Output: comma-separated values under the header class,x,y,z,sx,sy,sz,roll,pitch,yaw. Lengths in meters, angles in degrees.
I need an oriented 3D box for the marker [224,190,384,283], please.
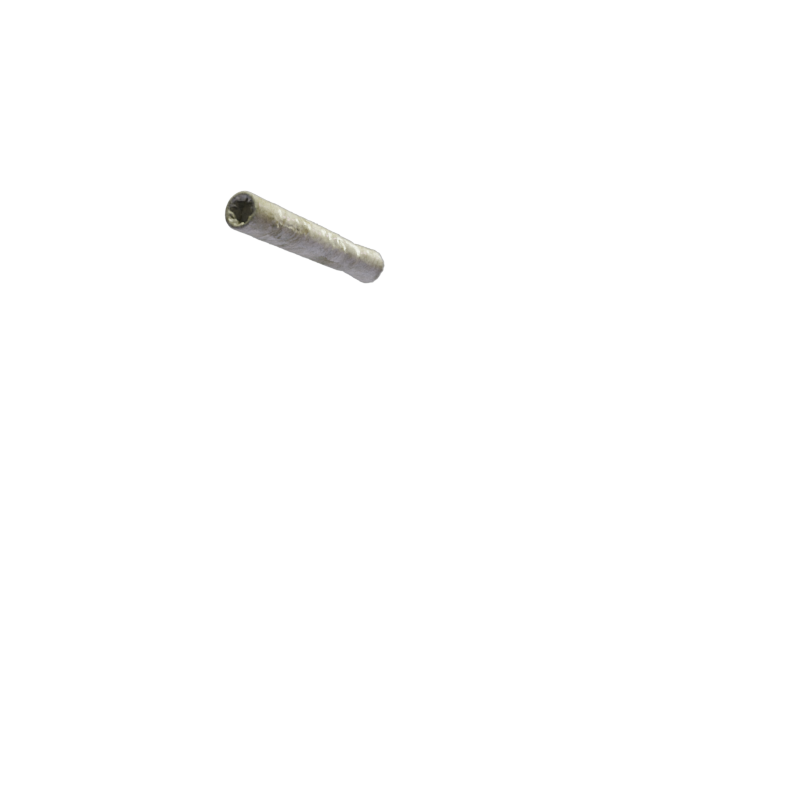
class,x,y,z,sx,sy,sz,roll,pitch,yaw
marker,-0.043,-0.079,0.553,0.020,0.020,0.114,3,-6,32
